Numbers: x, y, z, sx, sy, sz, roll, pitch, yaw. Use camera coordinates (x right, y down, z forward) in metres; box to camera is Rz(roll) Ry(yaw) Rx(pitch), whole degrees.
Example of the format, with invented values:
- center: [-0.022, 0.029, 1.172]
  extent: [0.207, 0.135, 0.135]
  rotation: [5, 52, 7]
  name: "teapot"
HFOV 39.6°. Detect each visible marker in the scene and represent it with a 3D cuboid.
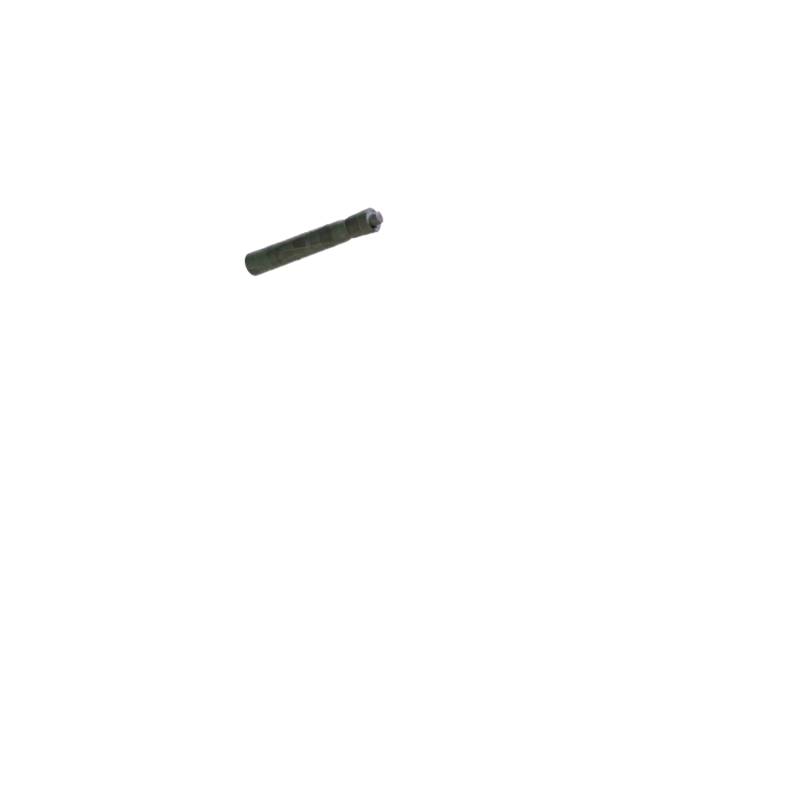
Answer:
- center: [-0.065, -0.118, 0.828]
  extent: [0.123, 0.020, 0.019]
  rotation: [-15, -5, 32]
  name: "marker"
